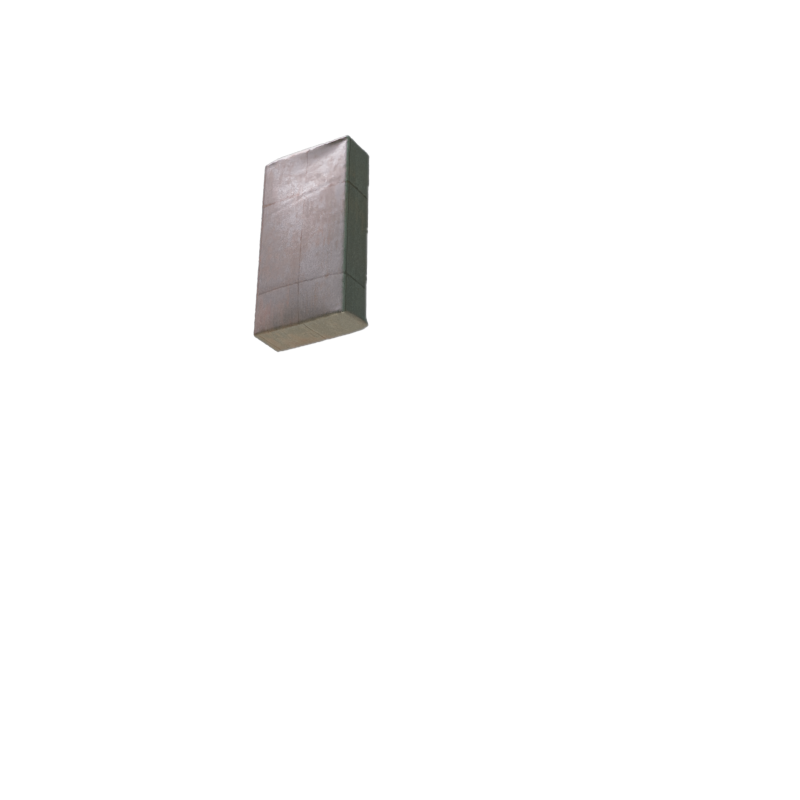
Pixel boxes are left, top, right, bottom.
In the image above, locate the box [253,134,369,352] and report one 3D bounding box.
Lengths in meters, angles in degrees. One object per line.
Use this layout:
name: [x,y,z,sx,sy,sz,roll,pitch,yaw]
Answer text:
box: [-0.075,-0.137,0.959,0.095,0.187,0.045,-16,-30,26]
